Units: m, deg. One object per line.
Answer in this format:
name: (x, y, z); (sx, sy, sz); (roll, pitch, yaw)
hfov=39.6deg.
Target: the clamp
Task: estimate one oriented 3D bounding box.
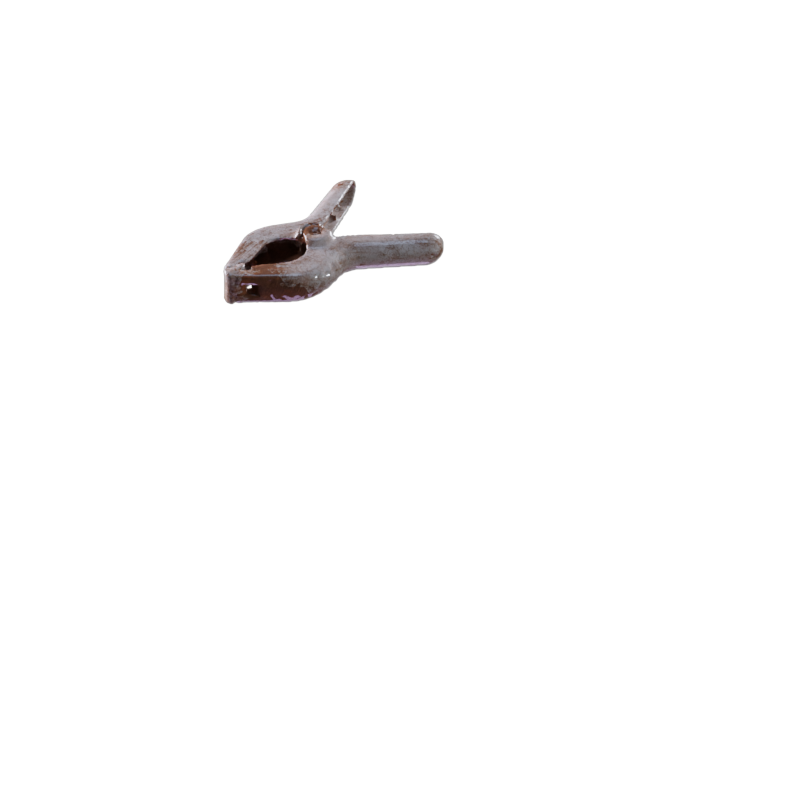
clamp: (-0.067, -0.122, 0.852); (0.169, 0.037, 0.129); (-18, 37, -26)
